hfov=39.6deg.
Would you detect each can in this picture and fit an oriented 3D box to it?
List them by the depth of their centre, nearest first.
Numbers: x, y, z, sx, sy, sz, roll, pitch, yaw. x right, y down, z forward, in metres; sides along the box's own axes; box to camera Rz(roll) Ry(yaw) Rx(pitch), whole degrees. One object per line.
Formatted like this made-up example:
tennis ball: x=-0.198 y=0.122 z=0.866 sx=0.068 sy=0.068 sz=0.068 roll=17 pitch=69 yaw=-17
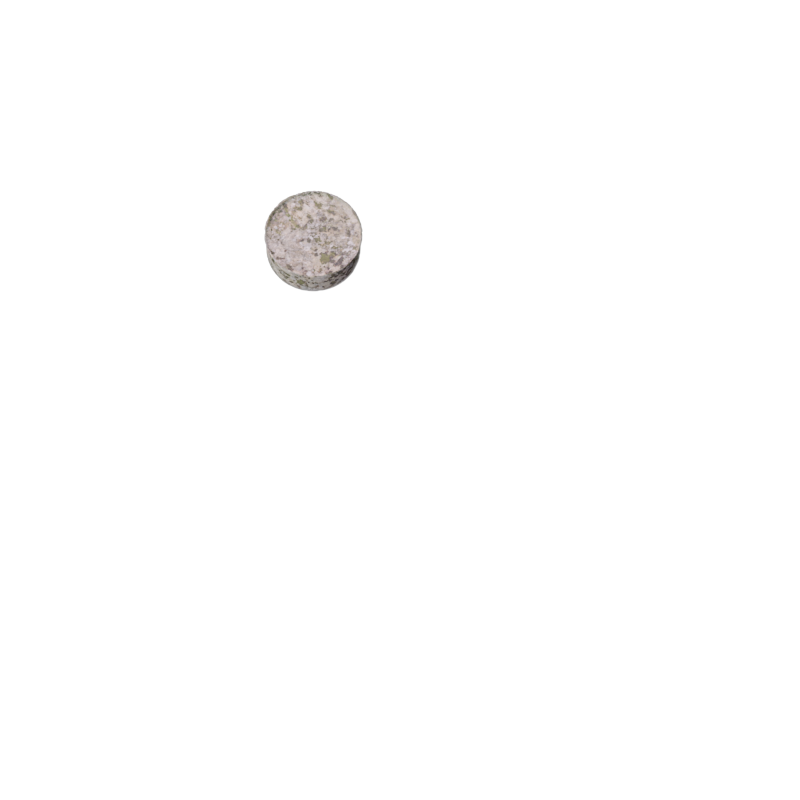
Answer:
can: x=-0.077 y=-0.140 z=0.983 sx=0.086 sy=0.091 sz=0.032 roll=-1 pitch=-26 yaw=-1
